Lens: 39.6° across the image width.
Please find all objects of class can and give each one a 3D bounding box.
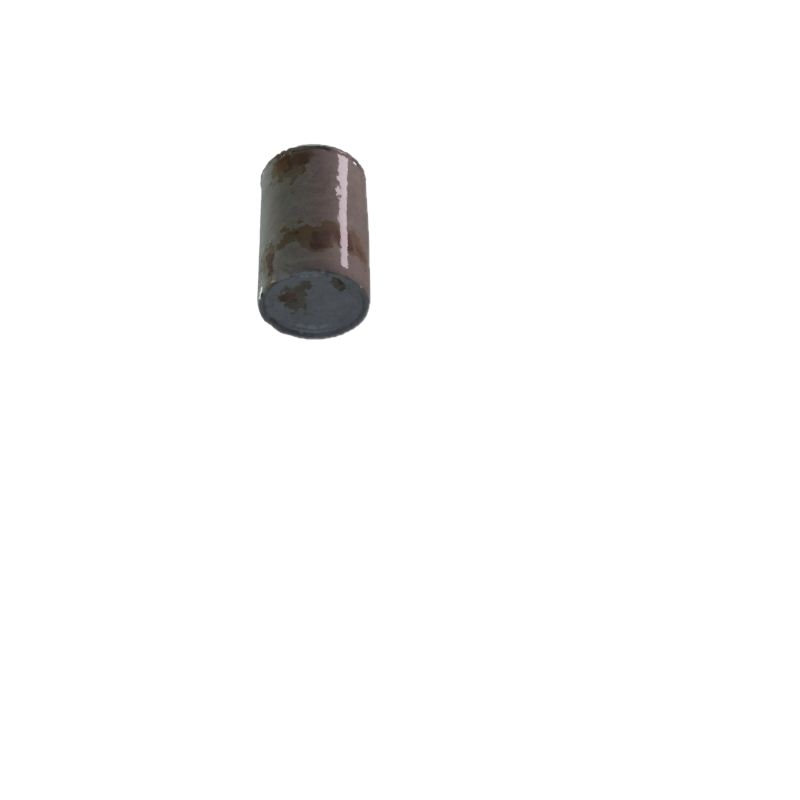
[{"bbox_3d":[-0.053,-0.097,0.677,0.068,0.110,0.064,-1,-37,-3],"label":"can"}]
